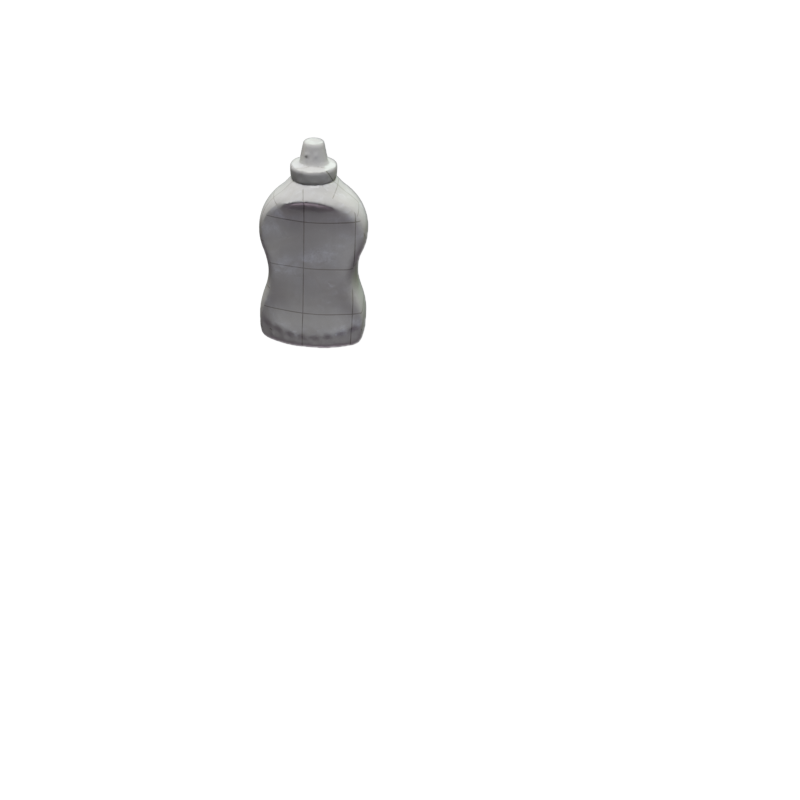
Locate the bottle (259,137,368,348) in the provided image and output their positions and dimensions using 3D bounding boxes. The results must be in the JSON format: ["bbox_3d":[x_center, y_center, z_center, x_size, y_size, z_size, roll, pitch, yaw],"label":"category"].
[{"bbox_3d":[-0.077,-0.141,0.989,0.097,0.181,0.061,7,29,8],"label":"bottle"}]
